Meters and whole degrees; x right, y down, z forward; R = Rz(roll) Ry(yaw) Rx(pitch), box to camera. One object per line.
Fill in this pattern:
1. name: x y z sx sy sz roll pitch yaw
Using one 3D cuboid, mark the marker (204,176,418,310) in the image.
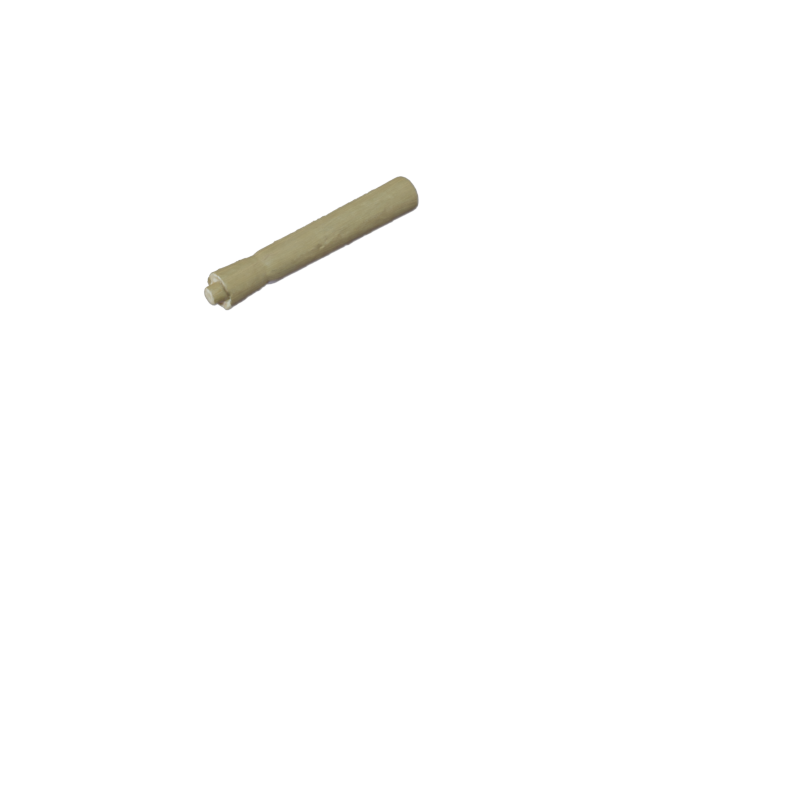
1. marker: -0.041 -0.075 0.526 0.121 0.019 0.021 -33 21 -29
